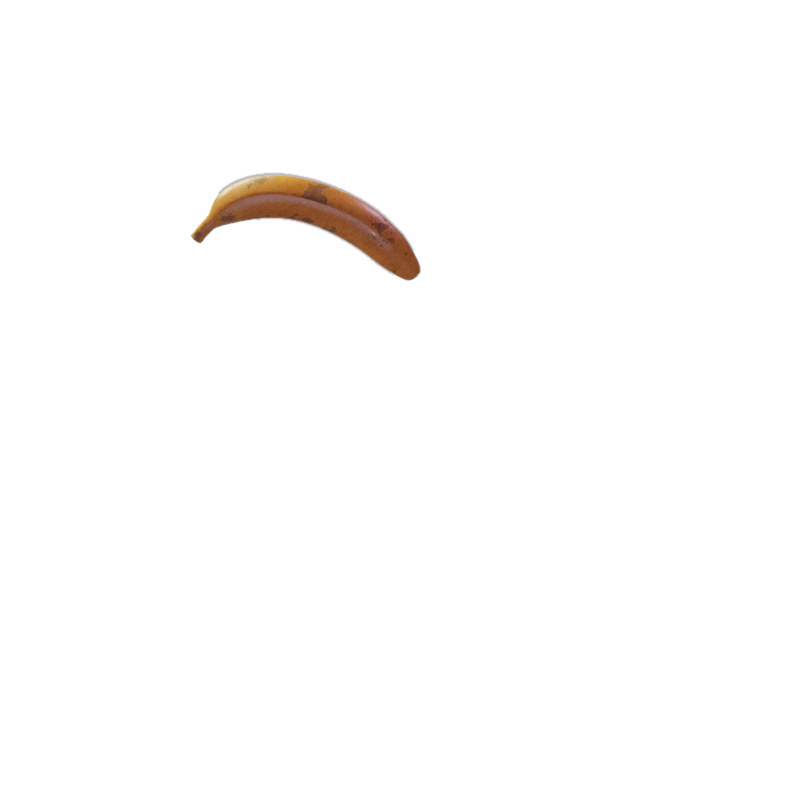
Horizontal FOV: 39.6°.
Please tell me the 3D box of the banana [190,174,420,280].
[{"bbox_3d":[-0.074,-0.152,0.940,0.196,0.067,0.038,10,21,-4],"label":"banana"}]
